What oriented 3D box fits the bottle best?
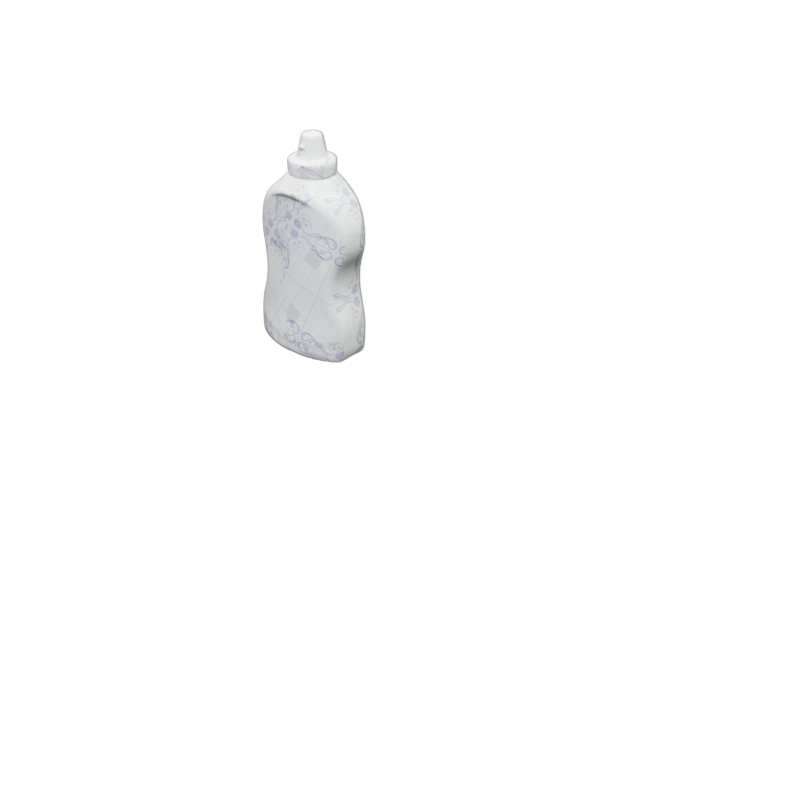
[{"bbox_3d":[-0.073,-0.132,0.927,0.102,0.182,0.058,23,33,37],"label":"bottle"}]
